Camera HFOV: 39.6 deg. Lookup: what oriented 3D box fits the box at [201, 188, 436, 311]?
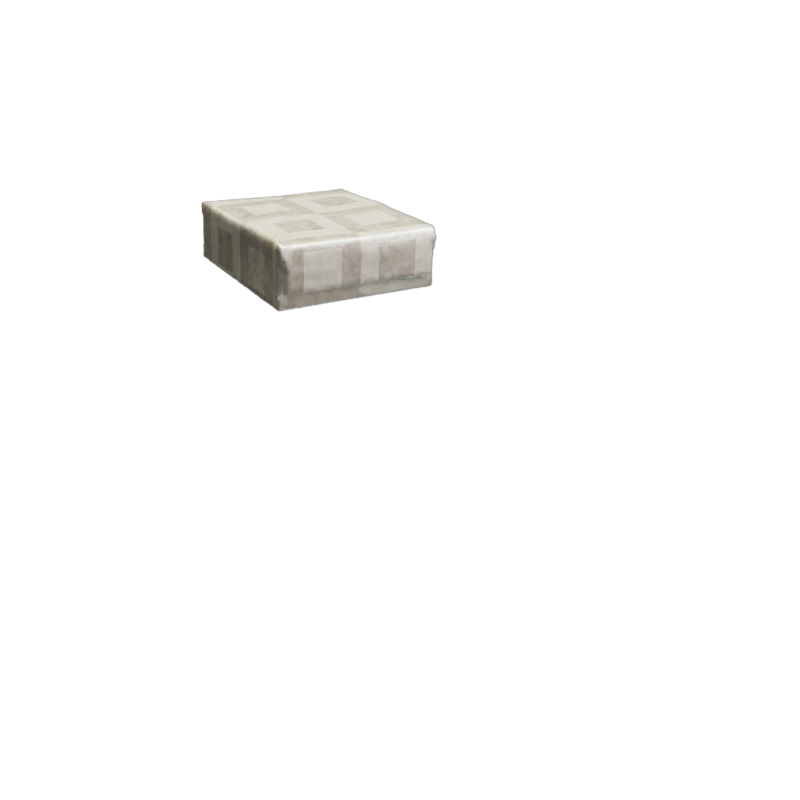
[{"bbox_3d":[-0.038,-0.069,0.485,0.071,0.029,0.095,-10,24,-26],"label":"box"}]
